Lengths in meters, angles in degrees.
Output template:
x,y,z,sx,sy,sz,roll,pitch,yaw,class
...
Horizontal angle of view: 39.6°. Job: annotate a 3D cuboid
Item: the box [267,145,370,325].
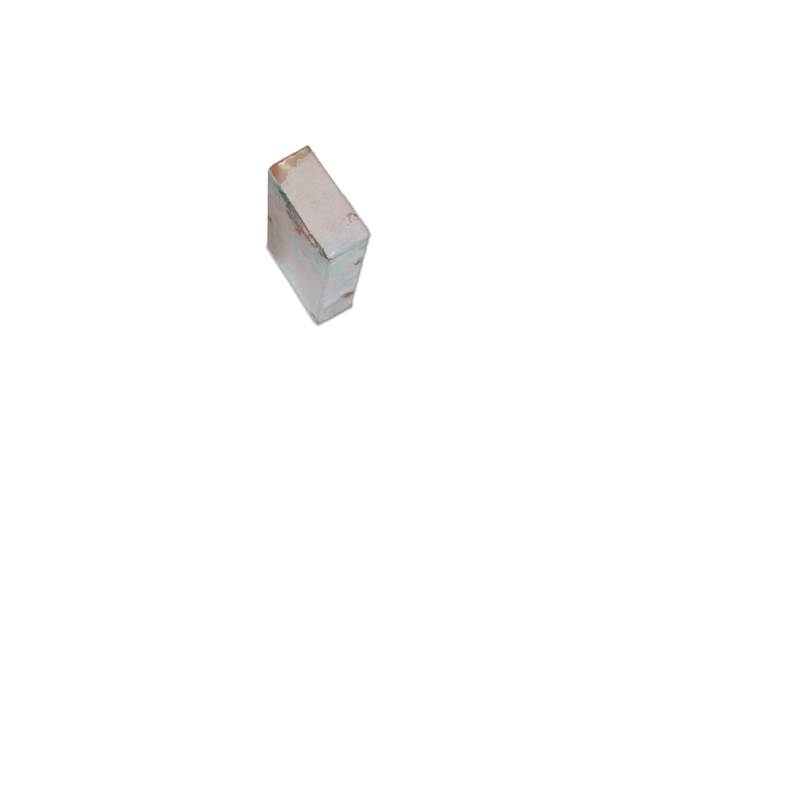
x,y,z,sx,sy,sz,roll,pitch,yaw,class
-0.073,-0.133,0.933,0.048,0.097,0.170,-31,-11,-11,box
